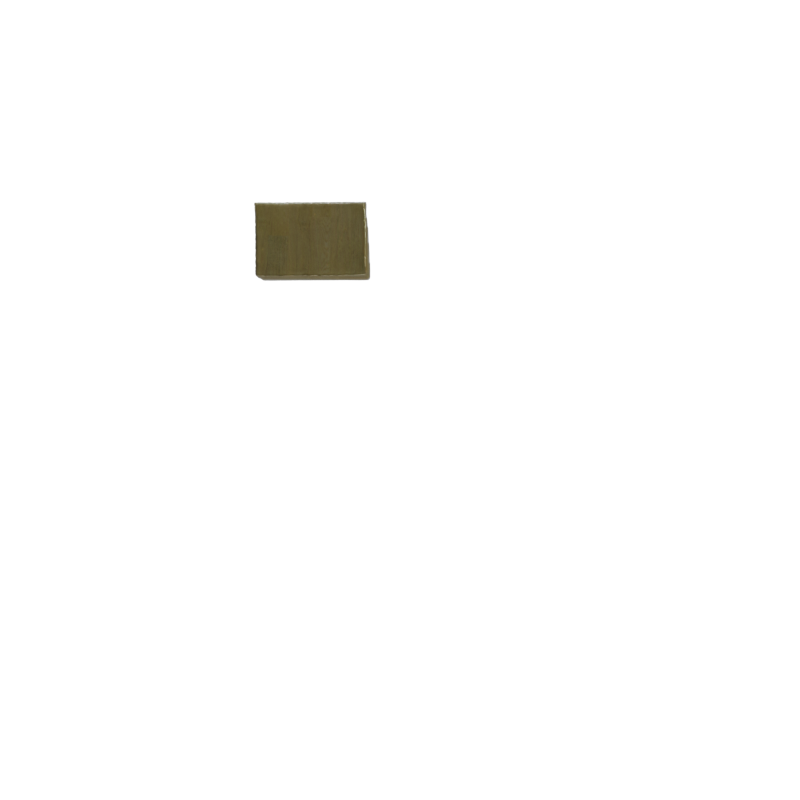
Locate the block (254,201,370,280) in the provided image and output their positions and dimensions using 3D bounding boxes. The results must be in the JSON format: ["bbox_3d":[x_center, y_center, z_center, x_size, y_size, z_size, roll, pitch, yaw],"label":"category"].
[{"bbox_3d":[-0.060,-0.110,0.768,0.078,0.052,0.052,0,-1,2],"label":"block"}]
